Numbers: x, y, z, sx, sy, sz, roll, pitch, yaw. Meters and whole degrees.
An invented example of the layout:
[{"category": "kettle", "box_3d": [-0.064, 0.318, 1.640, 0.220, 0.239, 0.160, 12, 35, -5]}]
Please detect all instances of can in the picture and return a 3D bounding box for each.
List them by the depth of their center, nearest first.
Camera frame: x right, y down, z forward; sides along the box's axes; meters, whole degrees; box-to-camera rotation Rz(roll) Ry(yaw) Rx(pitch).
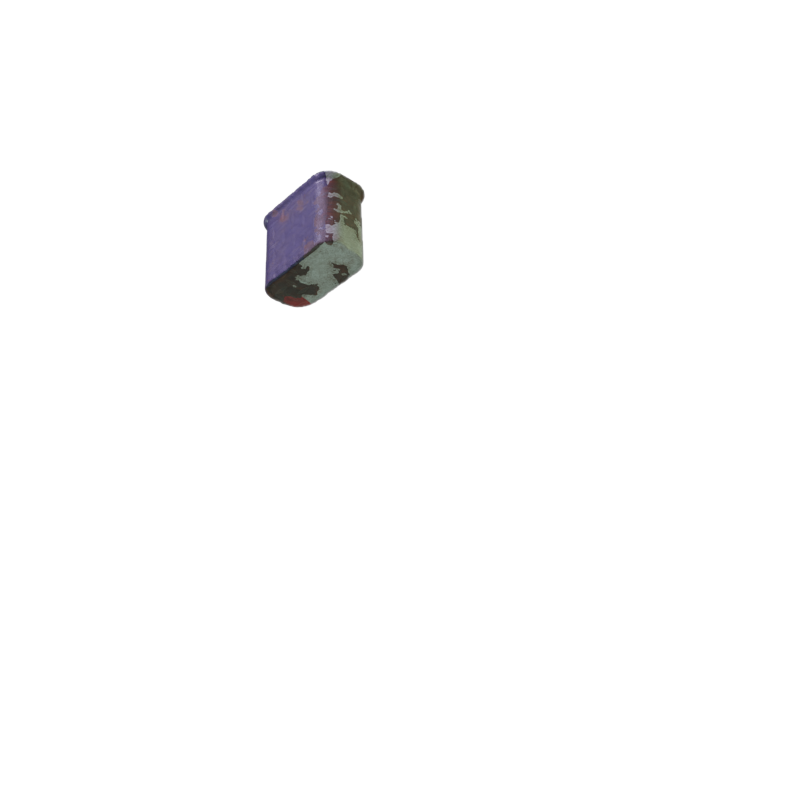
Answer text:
[{"category": "can", "box_3d": [-0.078, -0.142, 0.997, 0.054, 0.090, 0.101, 29, -47, -34]}]
